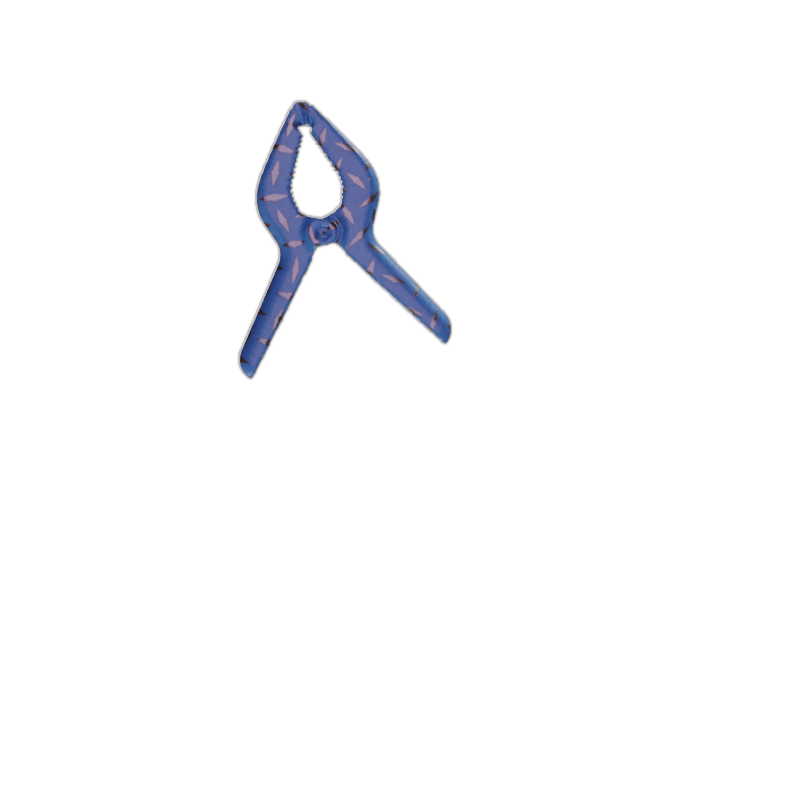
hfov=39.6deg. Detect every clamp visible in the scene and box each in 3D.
[{"bbox_3d":[-0.067,-0.122,0.852,0.164,0.209,0.036,-17,1,0],"label":"clamp"}]
